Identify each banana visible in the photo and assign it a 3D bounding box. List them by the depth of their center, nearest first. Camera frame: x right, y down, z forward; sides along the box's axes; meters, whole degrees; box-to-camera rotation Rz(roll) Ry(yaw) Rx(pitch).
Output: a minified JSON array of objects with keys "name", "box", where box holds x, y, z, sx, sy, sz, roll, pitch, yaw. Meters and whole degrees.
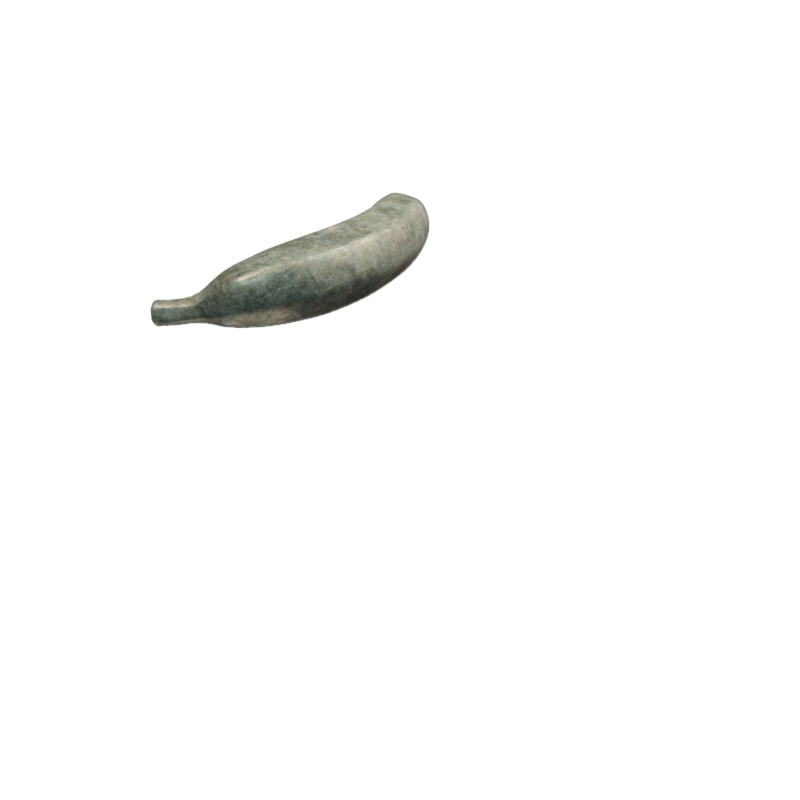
[{"name":"banana","box":[-0.031,-0.074,0.549,0.073,0.035,0.197,16,29,32]}]
